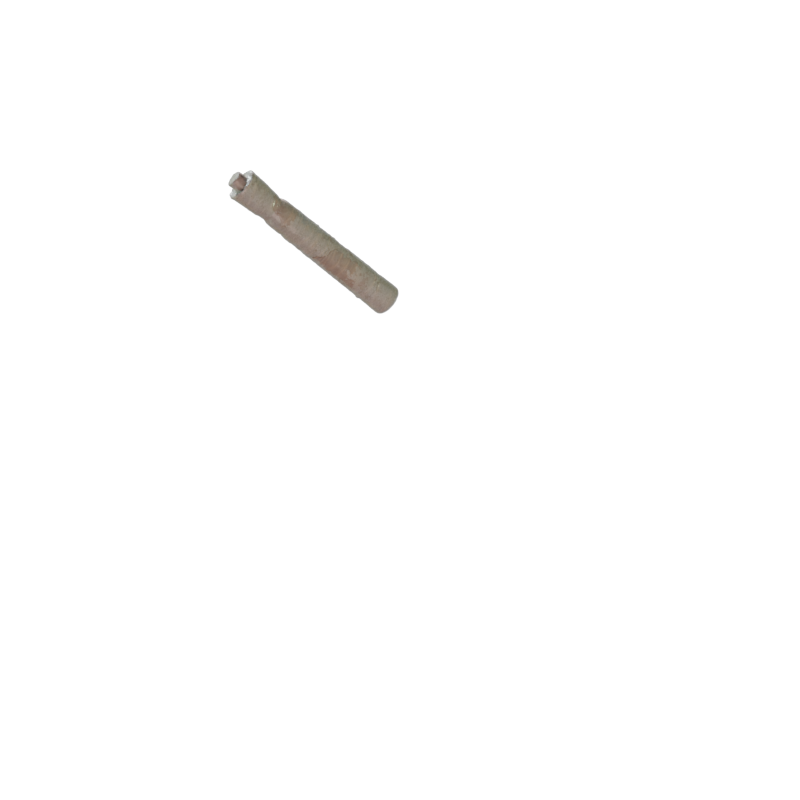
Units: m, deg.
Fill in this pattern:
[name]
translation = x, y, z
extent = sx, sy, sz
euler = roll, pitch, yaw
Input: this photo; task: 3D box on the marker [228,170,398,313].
[marker]
translation = -0.049, -0.089, 0.625
extent = 0.114, 0.020, 0.020
euler = 37, -15, -25
